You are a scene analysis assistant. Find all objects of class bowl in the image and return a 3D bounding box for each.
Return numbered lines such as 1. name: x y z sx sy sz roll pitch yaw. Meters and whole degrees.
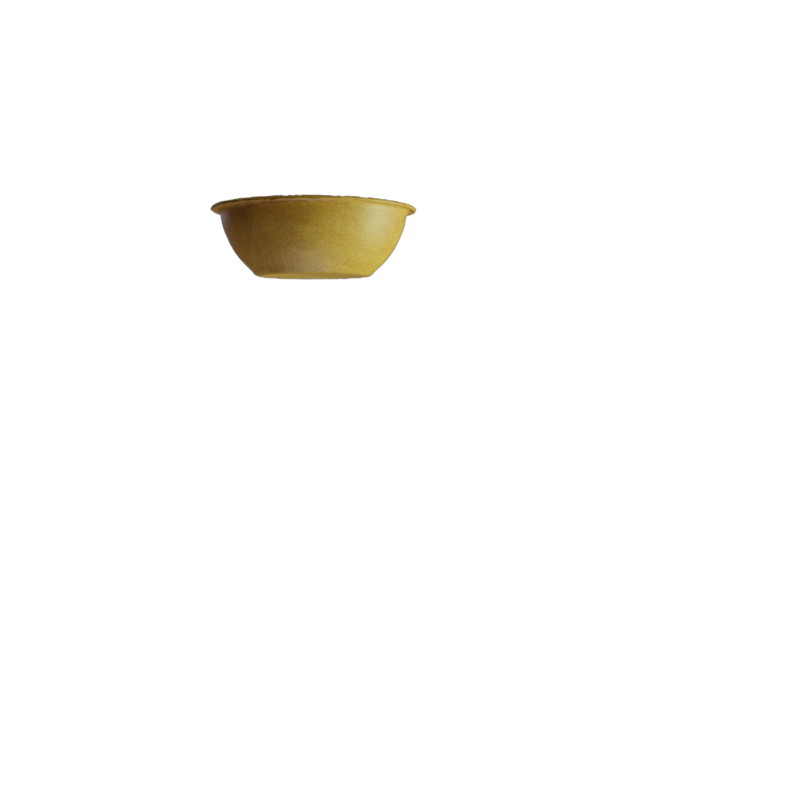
1. bowl: -0.068 -0.124 0.870 0.162 0.055 0.162 0 2 -2
